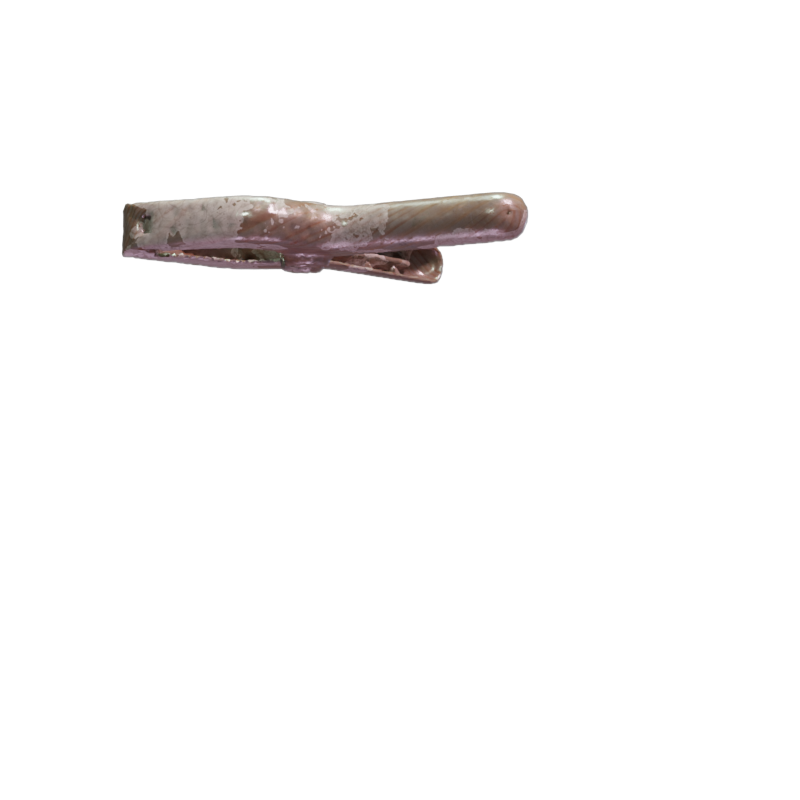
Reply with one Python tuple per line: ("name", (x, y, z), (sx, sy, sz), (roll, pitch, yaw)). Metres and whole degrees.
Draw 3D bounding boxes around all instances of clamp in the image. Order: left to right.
("clamp", (-0.049, -0.090, 0.628), (0.209, 0.037, 0.162), (0, -5, -5))
